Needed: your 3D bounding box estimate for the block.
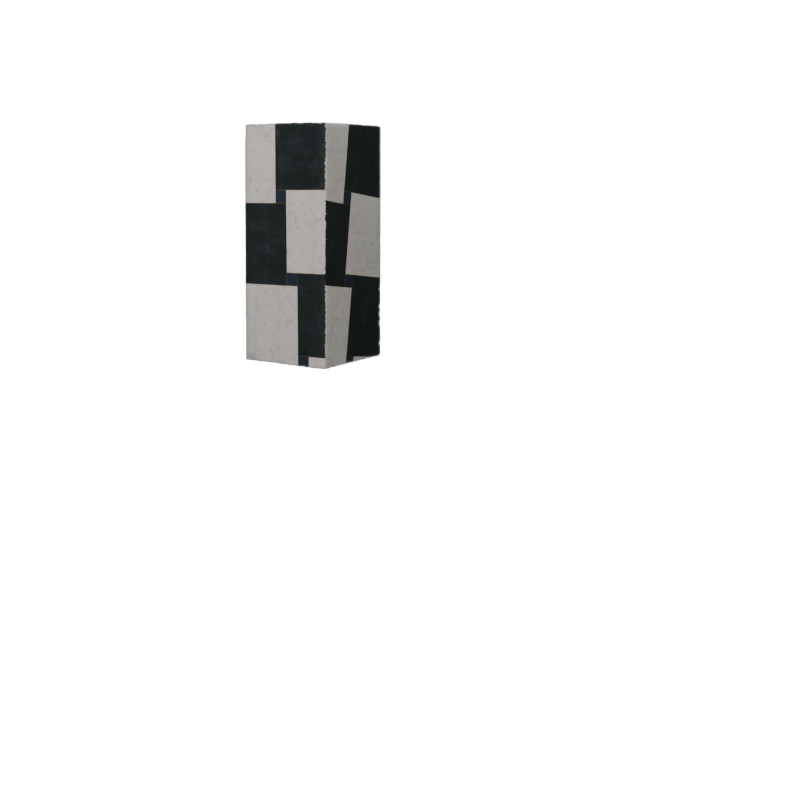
[{"bbox_3d":[-0.077,-0.140,0.982,0.094,0.204,0.088,4,6,33],"label":"block"}]
